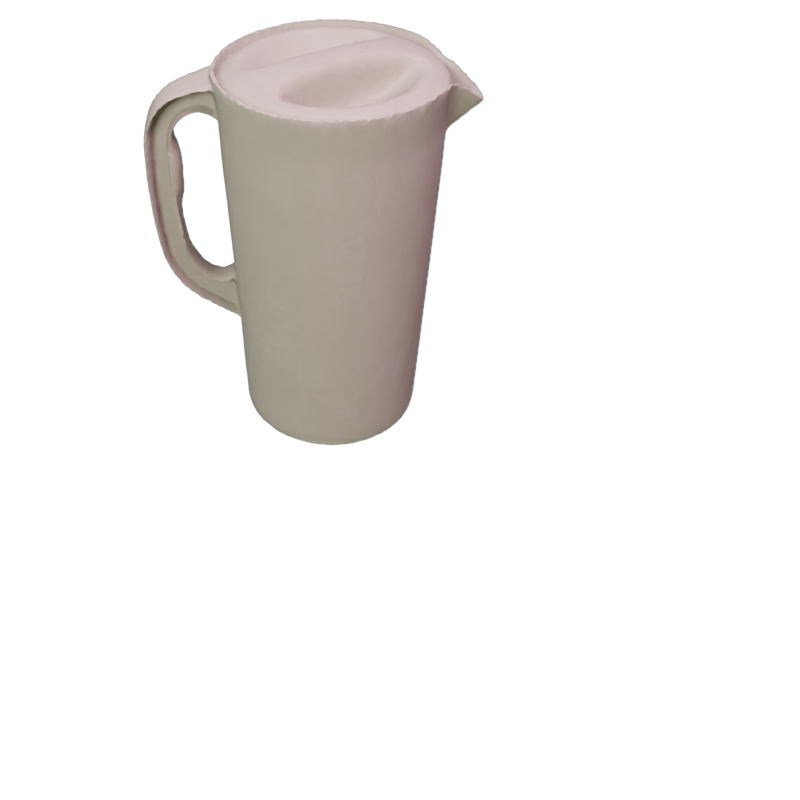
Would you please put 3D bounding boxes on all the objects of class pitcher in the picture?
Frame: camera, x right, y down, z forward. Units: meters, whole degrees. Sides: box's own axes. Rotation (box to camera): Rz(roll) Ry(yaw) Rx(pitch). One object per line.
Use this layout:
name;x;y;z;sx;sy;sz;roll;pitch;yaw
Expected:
pitcher;-0.052;-0.095;0.663;0.158;0.227;0.146;27;43;30
